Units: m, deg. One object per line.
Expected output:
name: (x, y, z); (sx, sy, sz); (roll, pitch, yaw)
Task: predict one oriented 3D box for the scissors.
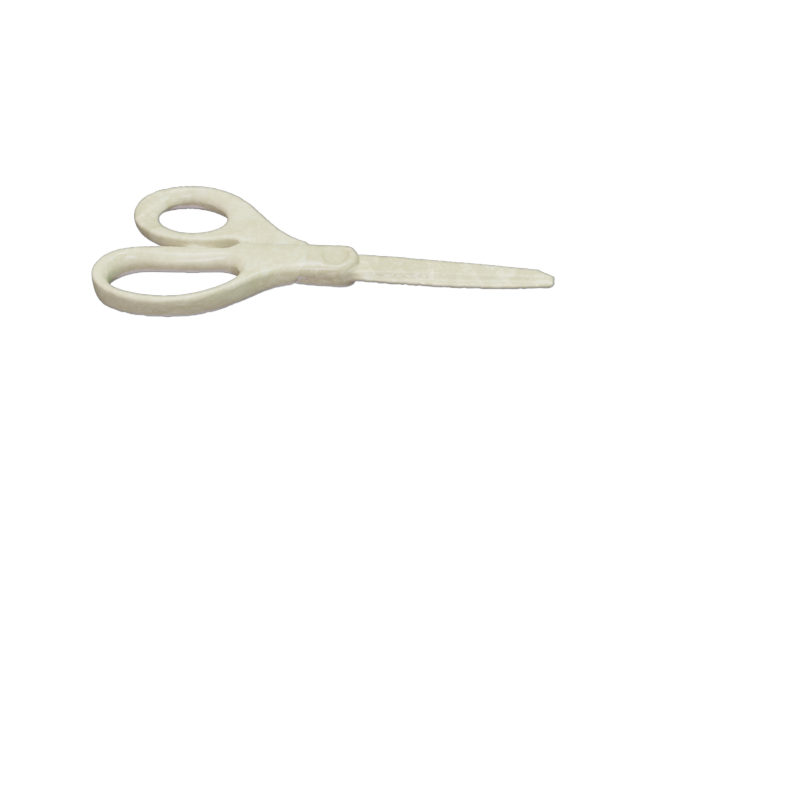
scissors: (-0.040, -0.073, 0.513); (0.200, 0.015, 0.104); (-7, 42, -7)
